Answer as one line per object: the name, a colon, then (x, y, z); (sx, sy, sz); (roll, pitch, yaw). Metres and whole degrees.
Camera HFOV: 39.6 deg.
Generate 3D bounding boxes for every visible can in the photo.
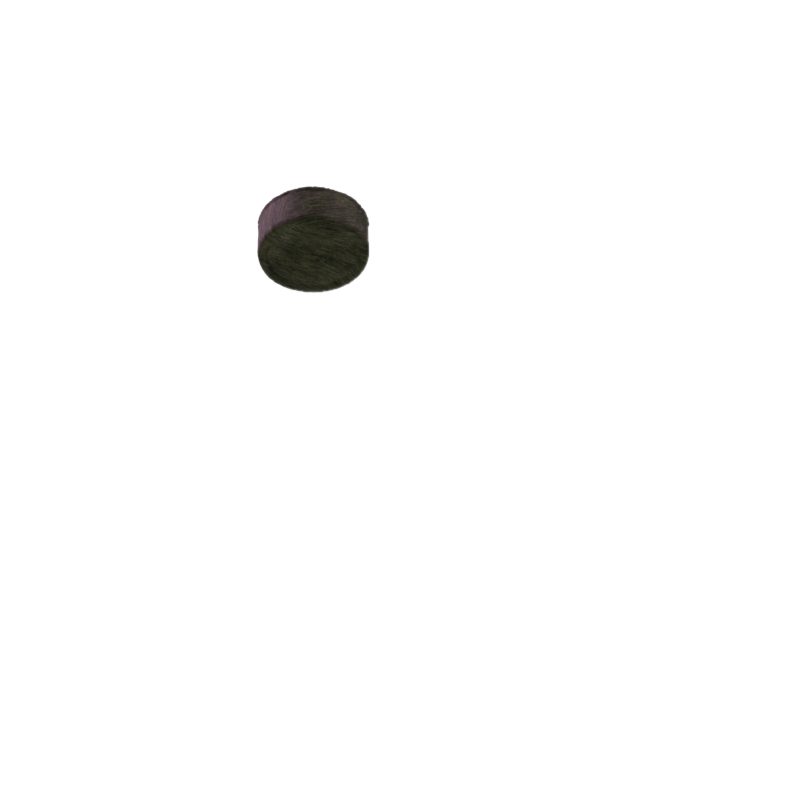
can: (-0.066, -0.120, 0.842); (0.086, 0.036, 0.080); (1, -39, -2)
